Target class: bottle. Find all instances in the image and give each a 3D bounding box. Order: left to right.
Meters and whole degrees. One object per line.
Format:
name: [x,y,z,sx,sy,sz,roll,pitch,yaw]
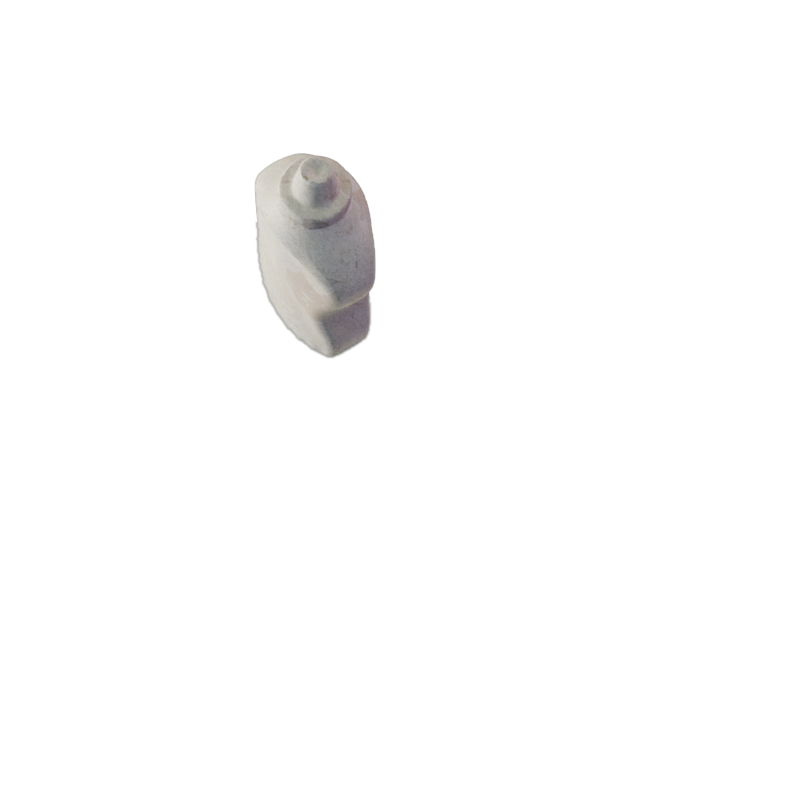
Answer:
bottle: [-0.053,-0.097,0.677,0.058,0.100,0.183,-28,-14,-11]
